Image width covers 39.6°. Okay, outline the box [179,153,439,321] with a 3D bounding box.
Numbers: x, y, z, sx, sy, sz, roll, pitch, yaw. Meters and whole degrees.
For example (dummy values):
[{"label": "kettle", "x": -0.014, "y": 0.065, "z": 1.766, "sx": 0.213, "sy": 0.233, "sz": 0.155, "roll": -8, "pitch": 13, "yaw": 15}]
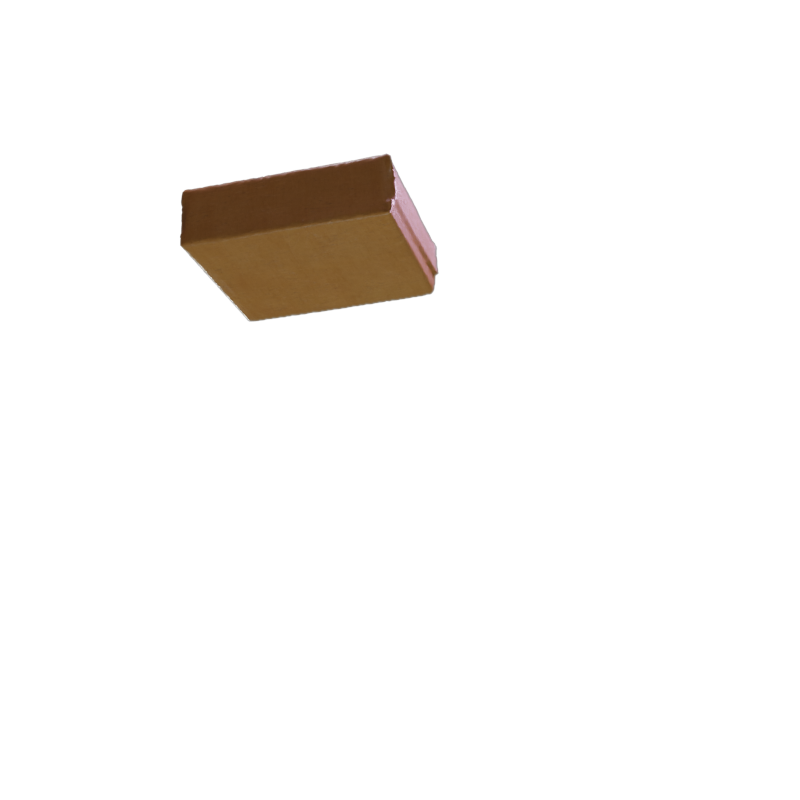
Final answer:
[{"label": "box", "x": -0.036, "y": -0.065, "z": 0.459, "sx": 0.090, "sy": 0.032, "sz": 0.068, "roll": -7, "pitch": -25, "yaw": 16}]
